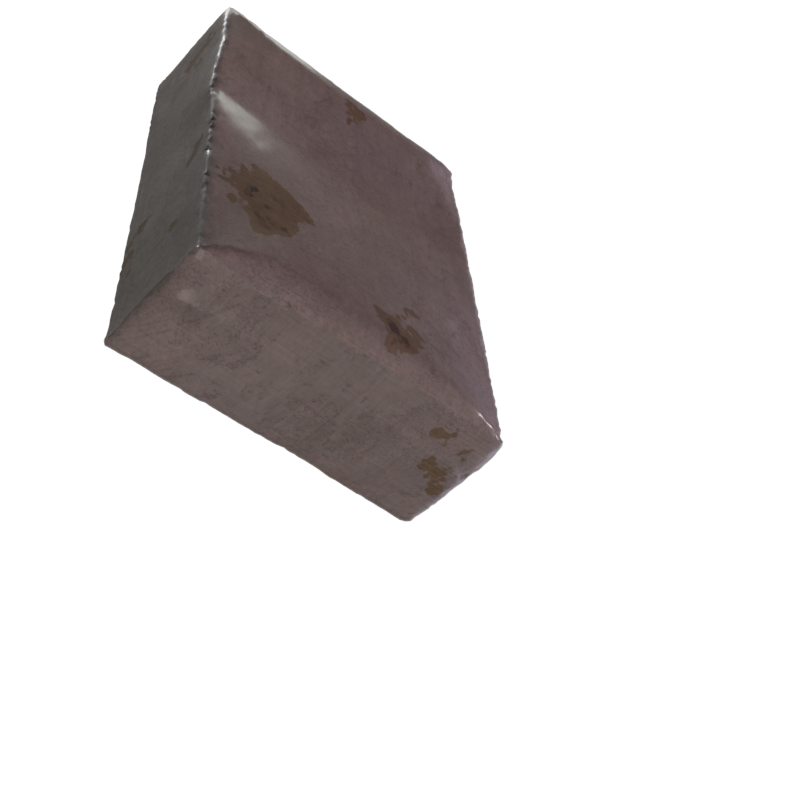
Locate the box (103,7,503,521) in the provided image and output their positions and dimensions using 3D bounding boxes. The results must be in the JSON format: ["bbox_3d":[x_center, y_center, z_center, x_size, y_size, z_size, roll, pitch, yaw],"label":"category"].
[{"bbox_3d":[-0.041,-0.075,0.523,0.155,0.229,0.071,32,-58,-26],"label":"box"}]
